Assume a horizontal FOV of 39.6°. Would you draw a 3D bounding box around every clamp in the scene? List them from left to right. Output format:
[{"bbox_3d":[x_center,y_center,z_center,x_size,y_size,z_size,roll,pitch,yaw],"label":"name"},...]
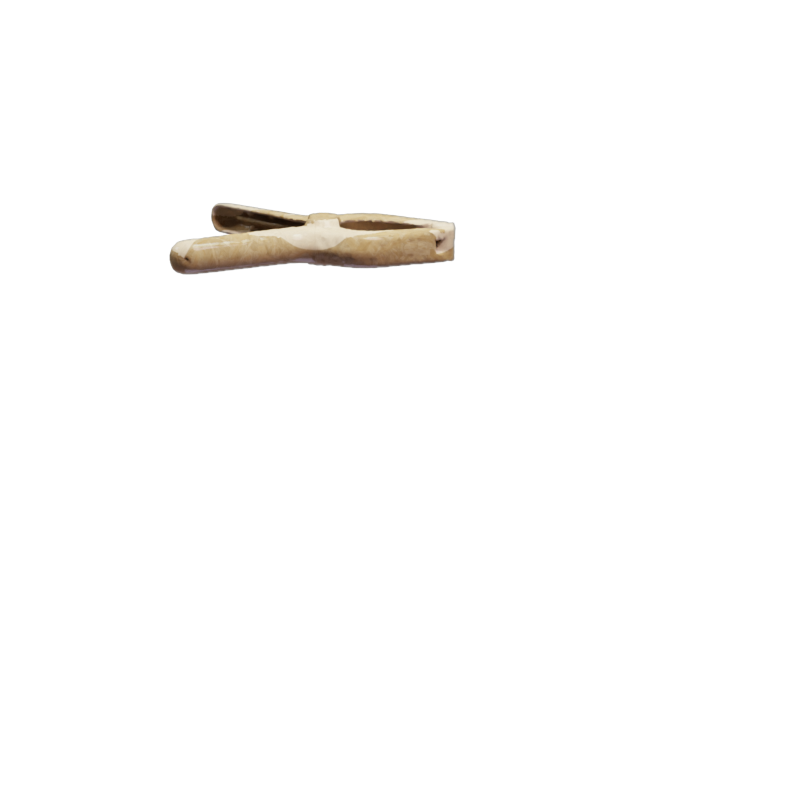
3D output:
[{"bbox_3d":[-0.066,-0.120,0.841,0.214,0.035,0.168,4,21,11],"label":"clamp"}]
